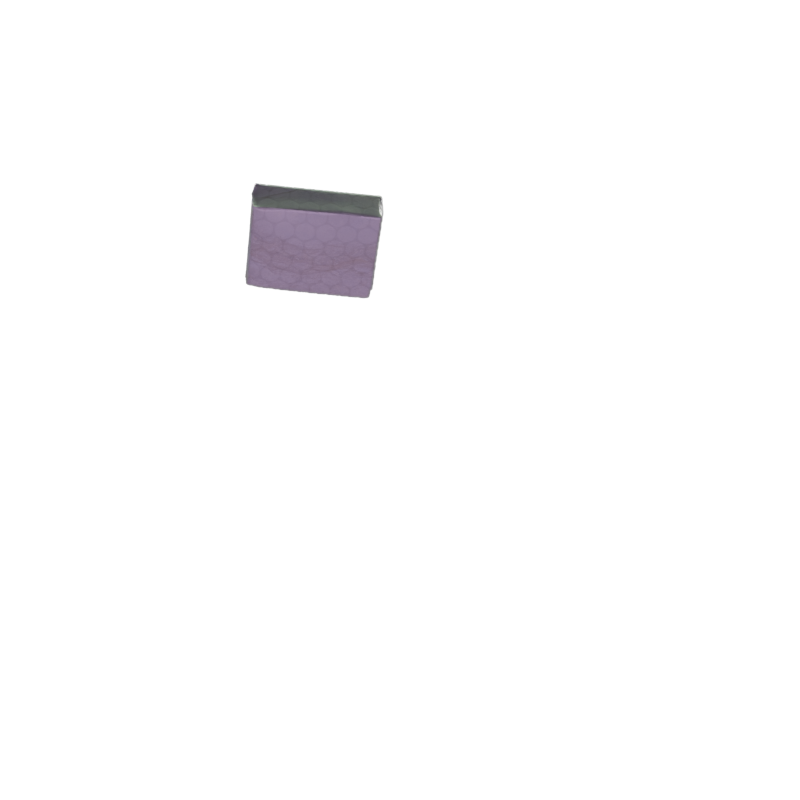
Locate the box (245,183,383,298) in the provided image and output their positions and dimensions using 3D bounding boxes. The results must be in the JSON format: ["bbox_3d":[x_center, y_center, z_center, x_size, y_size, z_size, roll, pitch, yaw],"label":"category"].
[{"bbox_3d":[-0.075,-0.137,0.962,0.113,0.084,0.042,5,39,-5],"label":"box"}]
